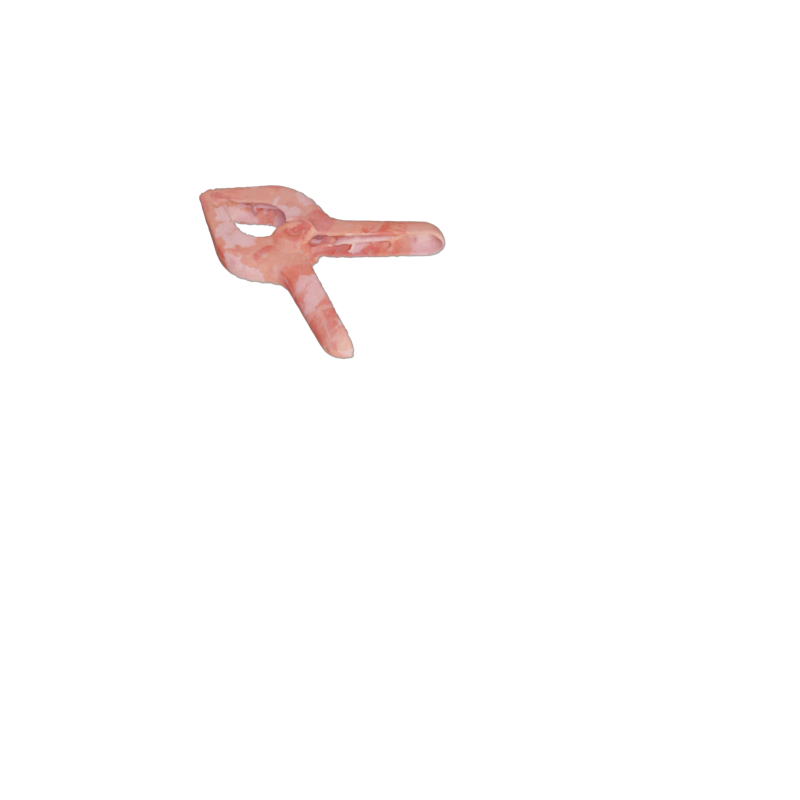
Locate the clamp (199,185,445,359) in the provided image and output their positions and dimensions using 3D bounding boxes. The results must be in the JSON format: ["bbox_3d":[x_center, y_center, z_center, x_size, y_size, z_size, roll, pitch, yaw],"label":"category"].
[{"bbox_3d":[-0.059,-0.107,0.751,0.182,0.036,0.121,36,57,28],"label":"clamp"}]
